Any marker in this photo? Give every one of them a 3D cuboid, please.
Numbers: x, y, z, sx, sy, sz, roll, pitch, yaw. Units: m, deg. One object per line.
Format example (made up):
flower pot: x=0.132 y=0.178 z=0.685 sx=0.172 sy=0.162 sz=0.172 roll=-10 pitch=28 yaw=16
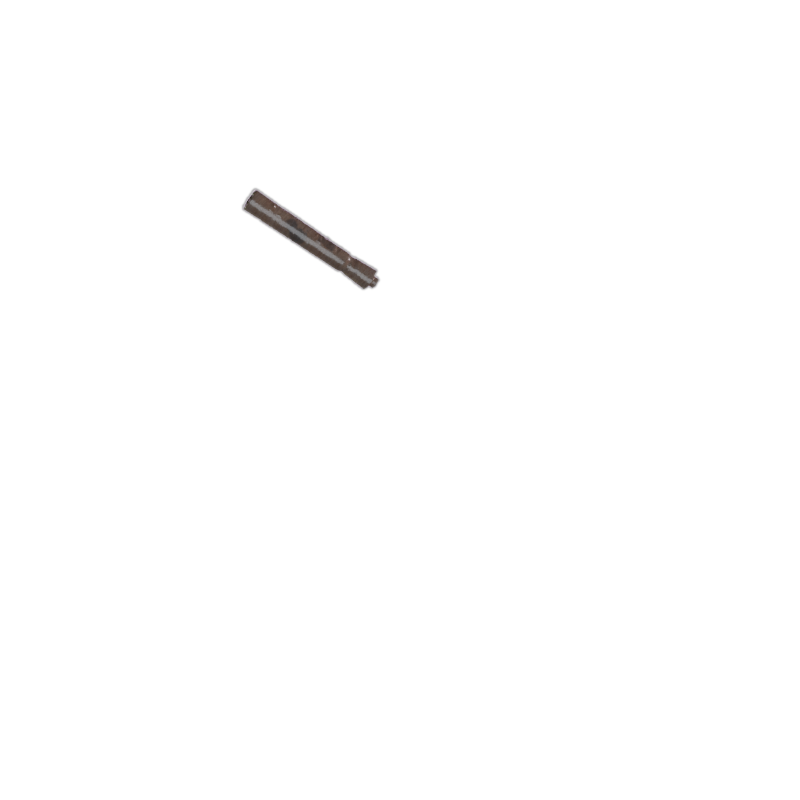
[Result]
marker: x=-0.068 y=-0.123 z=0.865 sx=0.118 sy=0.020 sz=0.020 roll=33 pitch=-4 yaw=-10
